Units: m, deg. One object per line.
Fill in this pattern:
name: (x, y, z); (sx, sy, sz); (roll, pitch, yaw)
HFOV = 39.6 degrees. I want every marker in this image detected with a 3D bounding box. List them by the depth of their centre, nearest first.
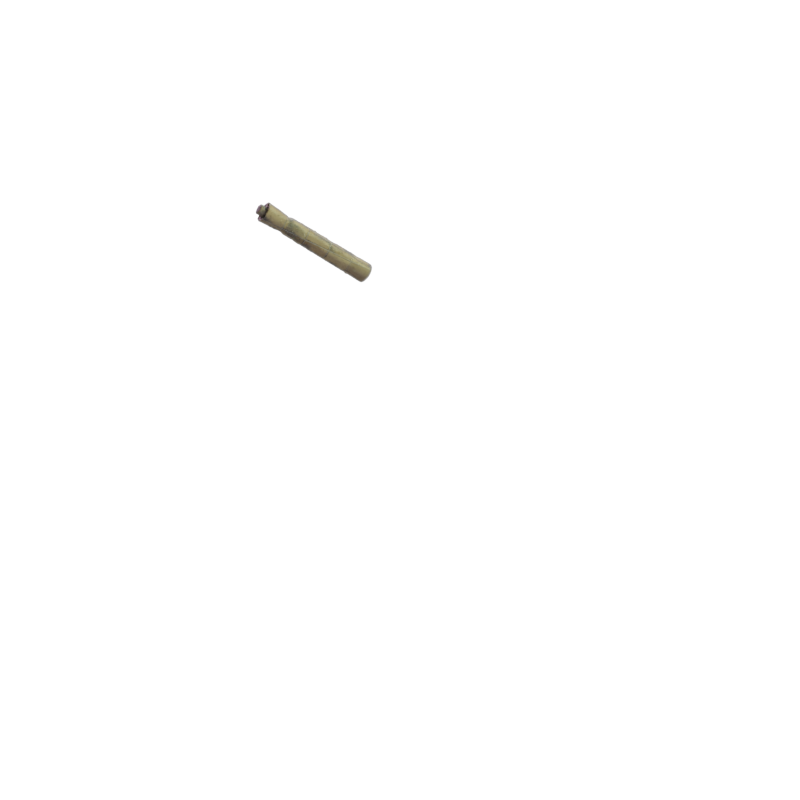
marker: (-0.078, -0.142, 0.997); (0.115, 0.020, 0.020); (29, -9, -22)
